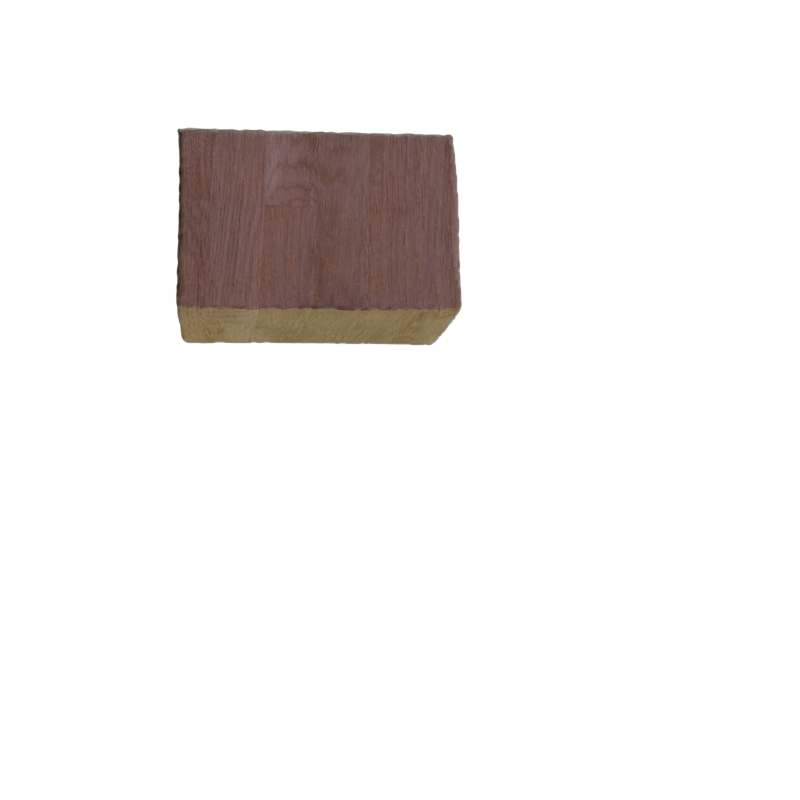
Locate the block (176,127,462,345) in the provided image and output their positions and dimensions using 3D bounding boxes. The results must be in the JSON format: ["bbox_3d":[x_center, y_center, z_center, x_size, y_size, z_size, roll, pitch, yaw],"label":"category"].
[{"bbox_3d":[-0.025,-0.045,0.318,0.077,0.053,0.051,1,-11,-6],"label":"block"}]
